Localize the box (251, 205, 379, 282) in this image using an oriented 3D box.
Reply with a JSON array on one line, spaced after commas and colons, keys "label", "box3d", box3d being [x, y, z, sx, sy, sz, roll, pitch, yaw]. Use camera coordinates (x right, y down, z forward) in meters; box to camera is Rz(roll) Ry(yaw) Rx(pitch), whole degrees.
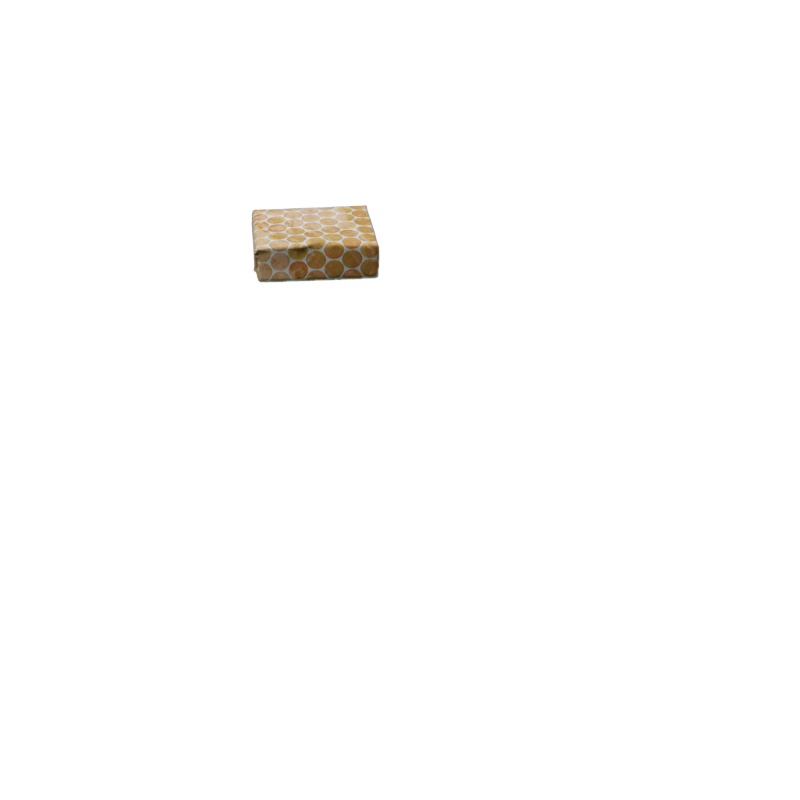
[{"label": "box", "box3d": [-0.064, -0.116, 0.812, 0.089, 0.028, 0.078, -3, 30, -5]}]
